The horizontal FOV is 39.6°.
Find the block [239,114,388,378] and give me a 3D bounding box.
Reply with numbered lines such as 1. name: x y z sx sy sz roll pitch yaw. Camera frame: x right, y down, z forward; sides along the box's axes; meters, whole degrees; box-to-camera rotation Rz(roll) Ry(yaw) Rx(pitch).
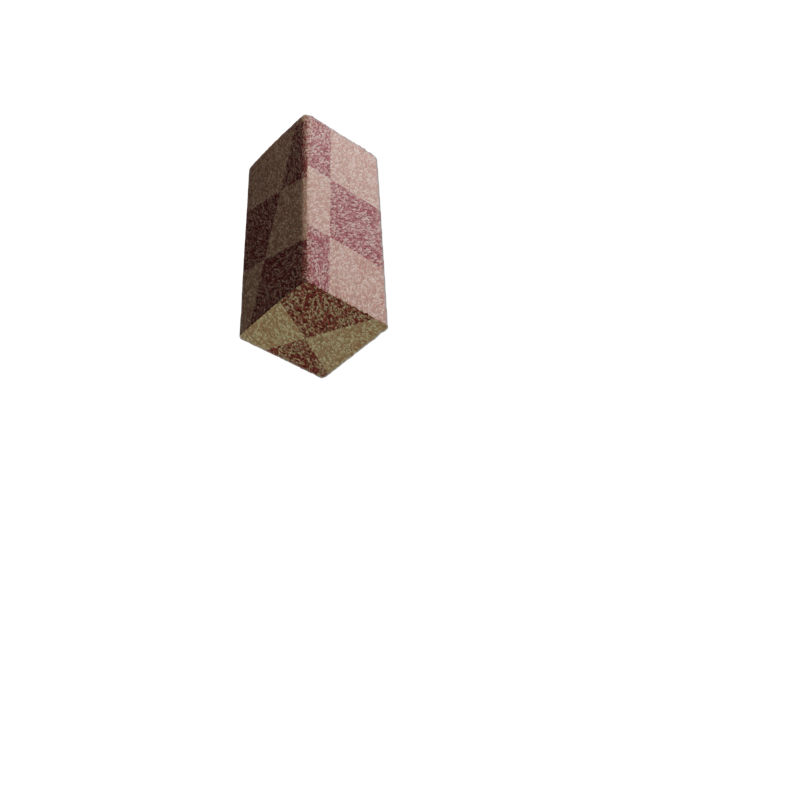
1. block: -0.075 -0.139 0.967 0.086 0.221 0.089 28 -50 -31
